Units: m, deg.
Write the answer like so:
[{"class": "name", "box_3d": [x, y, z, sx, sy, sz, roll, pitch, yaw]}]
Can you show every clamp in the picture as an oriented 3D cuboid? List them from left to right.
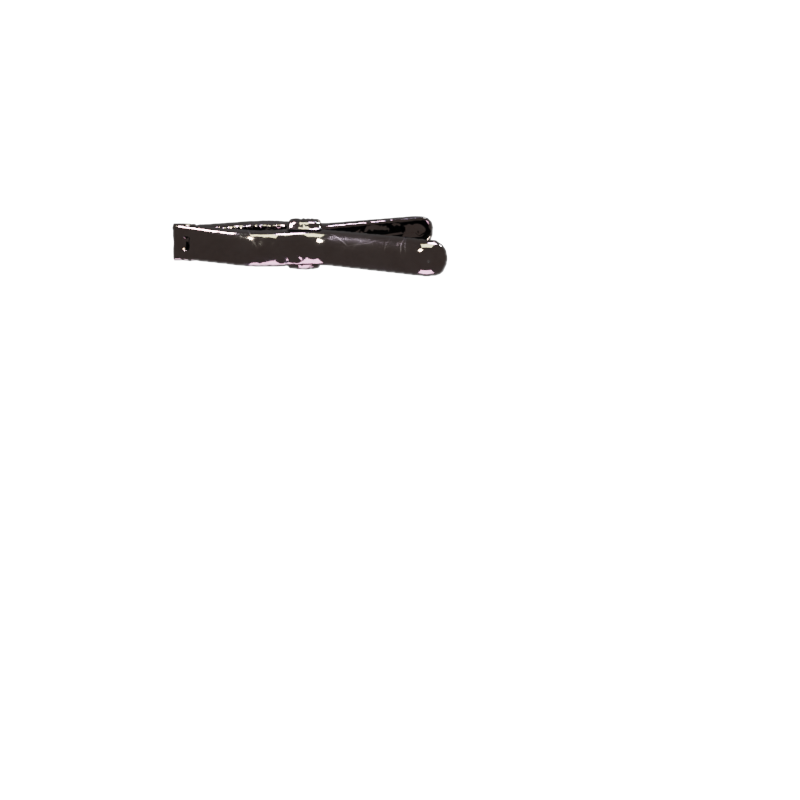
[{"class": "clamp", "box_3d": [-0.067, -0.121, 0.850, 0.212, 0.035, 0.167, 2, 15, 7]}]
